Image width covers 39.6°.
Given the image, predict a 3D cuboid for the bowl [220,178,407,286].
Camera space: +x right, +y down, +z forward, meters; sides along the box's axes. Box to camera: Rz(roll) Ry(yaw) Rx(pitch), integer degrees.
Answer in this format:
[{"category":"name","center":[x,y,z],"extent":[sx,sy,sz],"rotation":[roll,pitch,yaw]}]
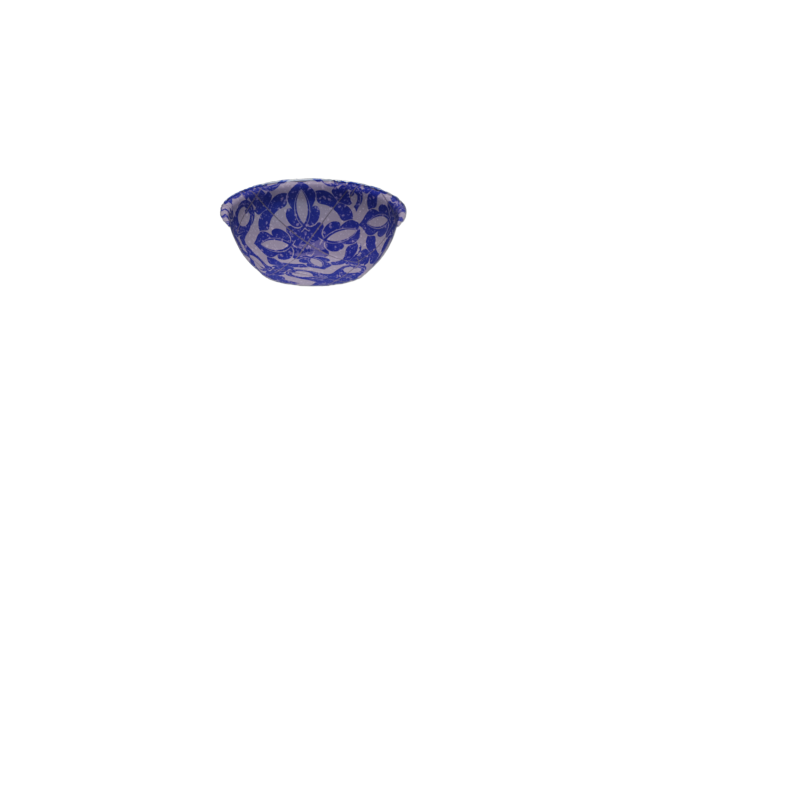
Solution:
[{"category":"bowl","center":[-0.075,-0.136,0.952],"extent":[0.162,0.057,0.157],"rotation":[0,-12,-2]}]
